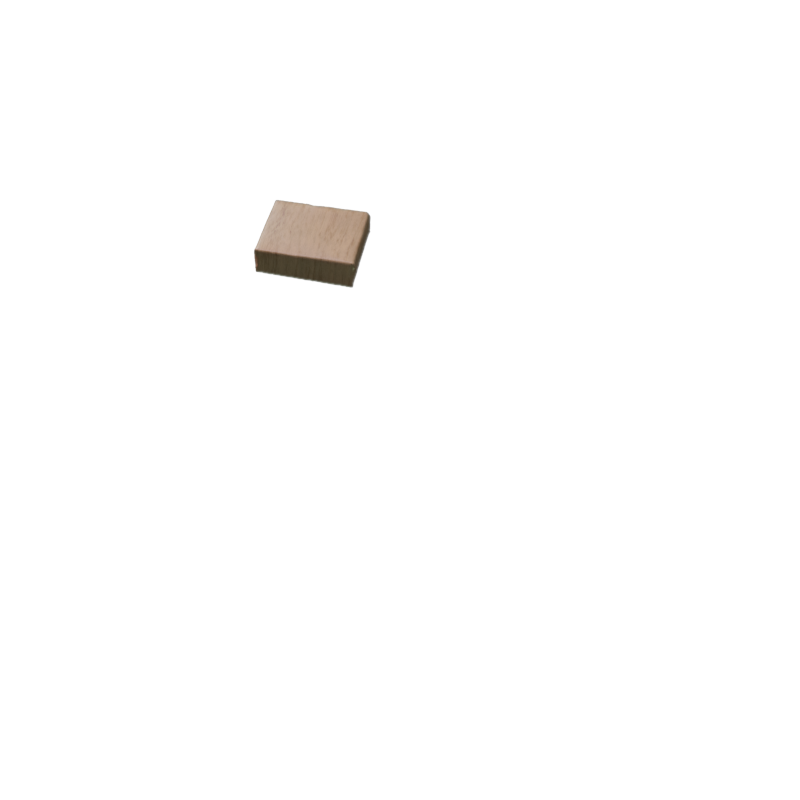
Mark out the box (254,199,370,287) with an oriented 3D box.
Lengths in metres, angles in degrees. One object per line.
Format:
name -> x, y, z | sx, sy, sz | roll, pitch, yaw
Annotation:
box -> -0.076, -0.139, 0.972 | 0.091, 0.028, 0.077 | 8, 45, 8
